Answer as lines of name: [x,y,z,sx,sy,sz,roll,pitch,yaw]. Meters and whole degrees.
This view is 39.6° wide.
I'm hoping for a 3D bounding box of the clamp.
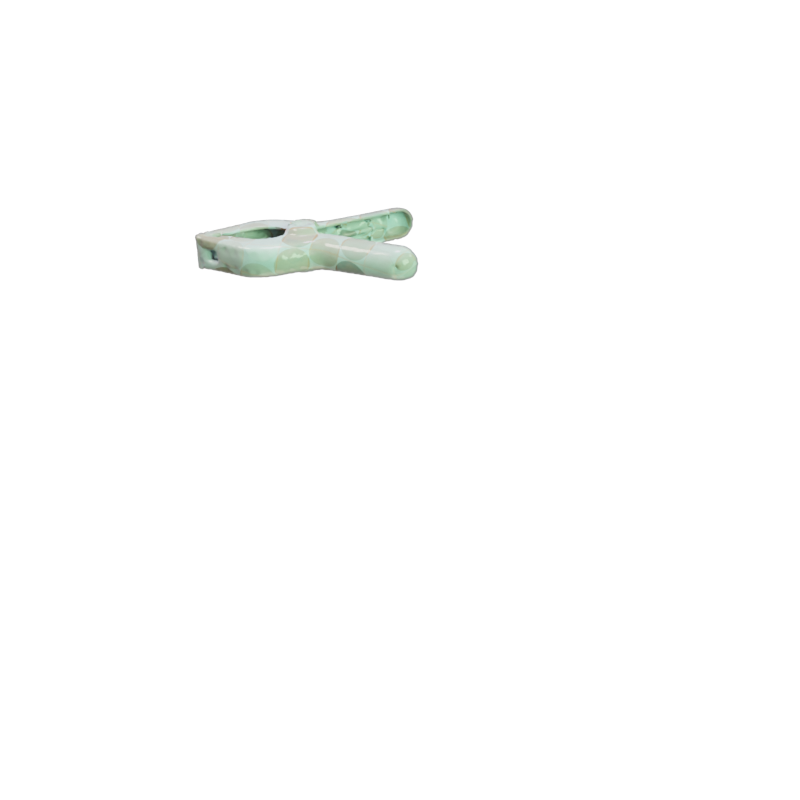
clamp: [-0.066,-0.121,0.845,0.174,0.038,0.123,4,19,10]
